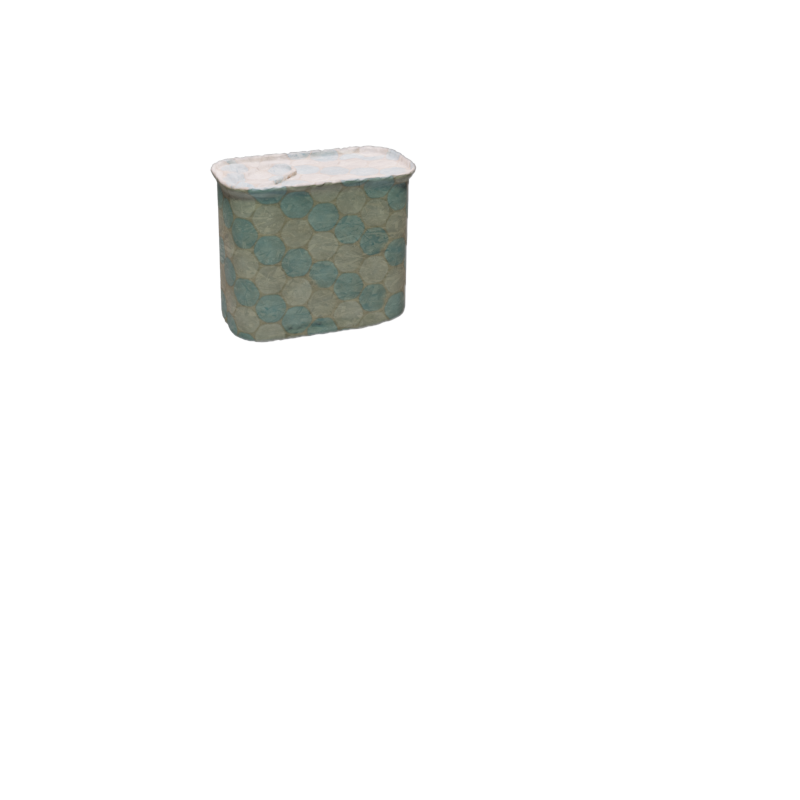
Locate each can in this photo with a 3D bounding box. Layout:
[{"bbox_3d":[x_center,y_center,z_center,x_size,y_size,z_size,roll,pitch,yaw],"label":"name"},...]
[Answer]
[{"bbox_3d":[-0.045,-0.083,0.578,0.100,0.080,0.061,-8,25,-18],"label":"can"}]
